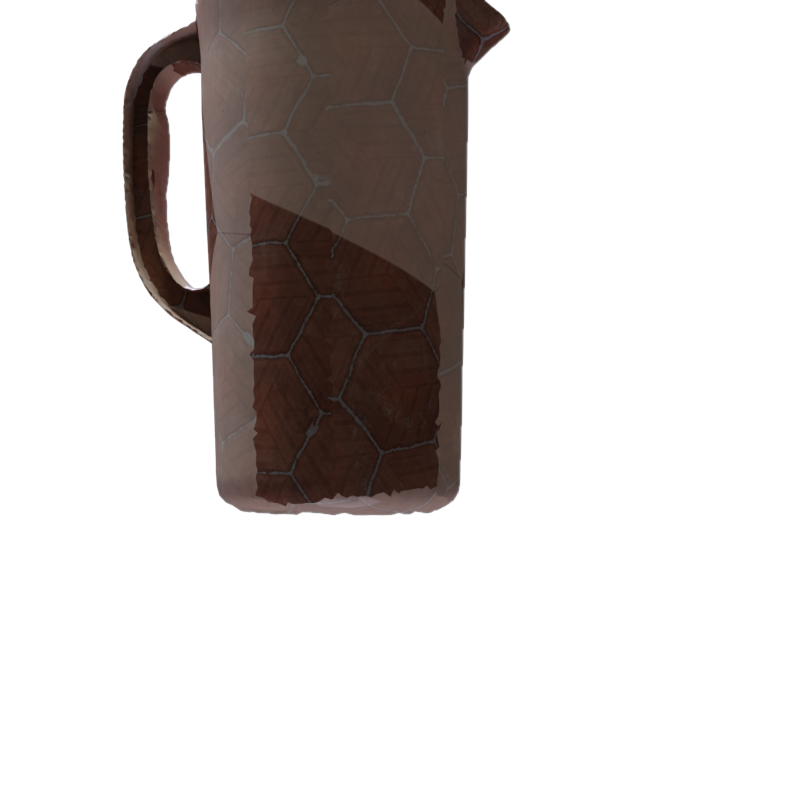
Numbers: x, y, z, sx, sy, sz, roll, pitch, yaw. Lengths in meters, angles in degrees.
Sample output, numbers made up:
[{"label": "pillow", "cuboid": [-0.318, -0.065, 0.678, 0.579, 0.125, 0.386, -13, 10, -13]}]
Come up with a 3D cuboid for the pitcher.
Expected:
[{"label": "pitcher", "cuboid": [-0.040, -0.074, 0.515, 0.139, 0.249, 0.152, 5, -10, -32]}]
